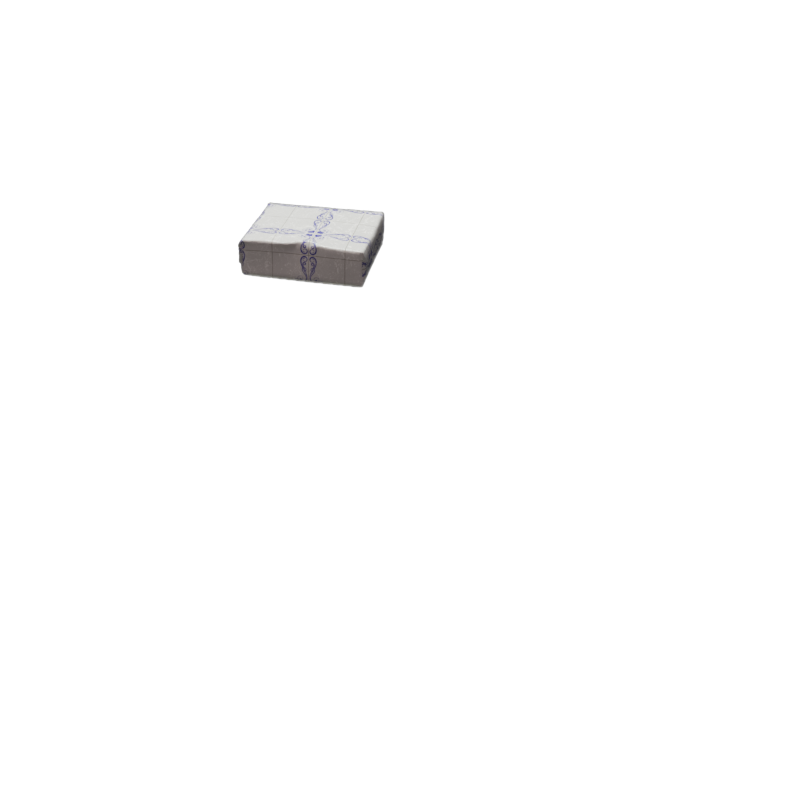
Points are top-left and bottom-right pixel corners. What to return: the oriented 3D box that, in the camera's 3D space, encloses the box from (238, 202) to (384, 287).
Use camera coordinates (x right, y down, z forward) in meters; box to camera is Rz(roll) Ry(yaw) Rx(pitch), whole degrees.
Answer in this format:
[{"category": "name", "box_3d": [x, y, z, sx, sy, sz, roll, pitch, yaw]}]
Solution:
[{"category": "box", "box_3d": [-0.061, -0.112, 0.782, 0.091, 0.028, 0.076, 7, 30, 11]}]
